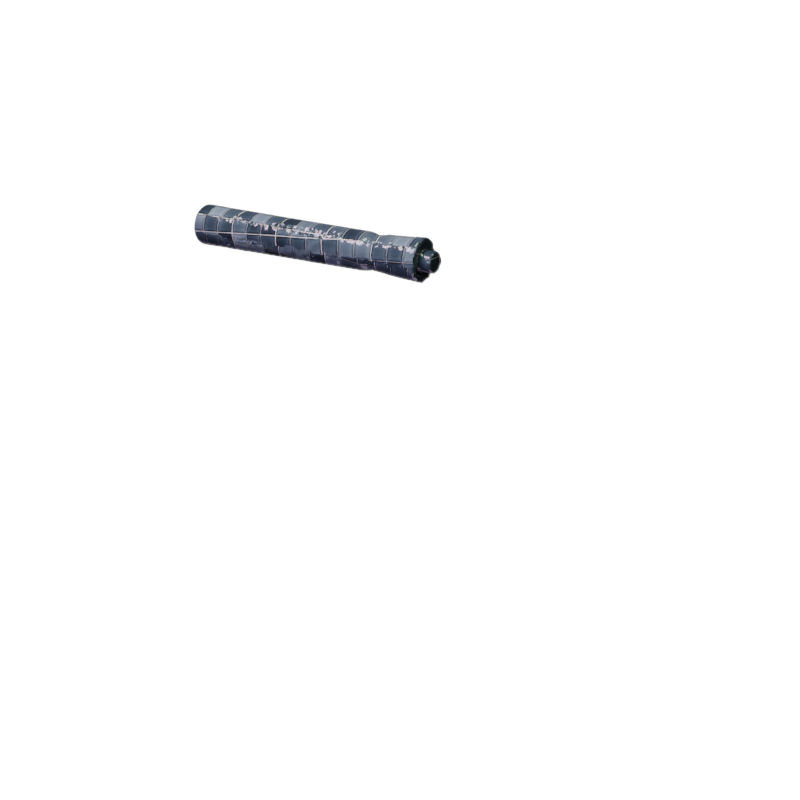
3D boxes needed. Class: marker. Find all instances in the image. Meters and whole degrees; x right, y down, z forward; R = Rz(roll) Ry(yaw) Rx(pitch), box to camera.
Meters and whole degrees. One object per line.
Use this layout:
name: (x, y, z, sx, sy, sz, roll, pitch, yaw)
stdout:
marker: (-0.038, -0.069, 0.483, 0.127, 0.019, 0.019, 14, 11, 32)
